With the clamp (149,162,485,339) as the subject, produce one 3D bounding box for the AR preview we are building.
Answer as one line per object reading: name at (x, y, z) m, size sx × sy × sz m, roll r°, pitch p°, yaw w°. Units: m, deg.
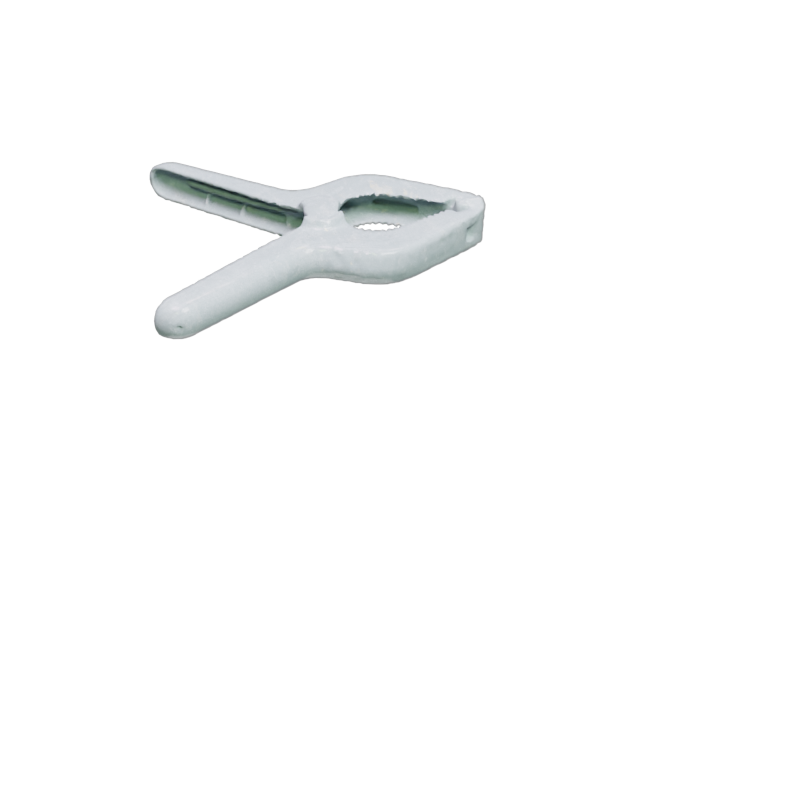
clamp at (-0.052, -0.094, 0.661) m, size 0.209 × 0.034 × 0.177 m, roll -2°, pitch 40°, yaw -2°
